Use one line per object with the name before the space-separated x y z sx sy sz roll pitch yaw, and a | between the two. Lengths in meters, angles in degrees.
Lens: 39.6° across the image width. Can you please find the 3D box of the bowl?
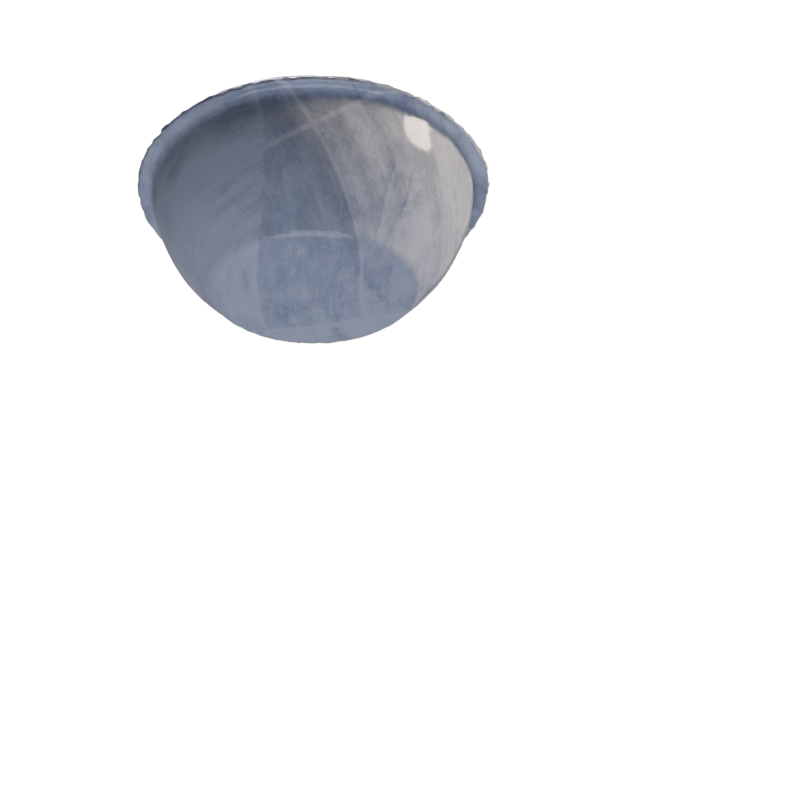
bowl | -0.039 -0.071 0.499 0.162 0.059 0.152 1 -29 -2
